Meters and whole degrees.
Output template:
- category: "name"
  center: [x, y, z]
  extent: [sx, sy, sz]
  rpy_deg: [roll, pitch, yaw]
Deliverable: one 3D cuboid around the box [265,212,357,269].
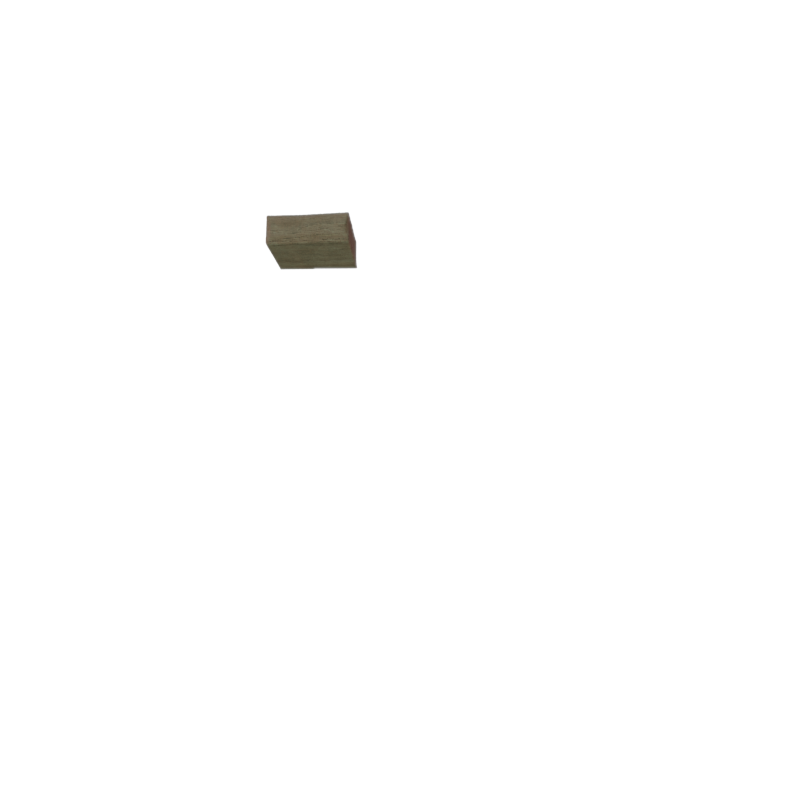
- category: "box"
  center: [-0.078, -0.143, 1.000]
  extent: [0.074, 0.031, 0.086]
  rpy_deg: [-1, -9, 5]
